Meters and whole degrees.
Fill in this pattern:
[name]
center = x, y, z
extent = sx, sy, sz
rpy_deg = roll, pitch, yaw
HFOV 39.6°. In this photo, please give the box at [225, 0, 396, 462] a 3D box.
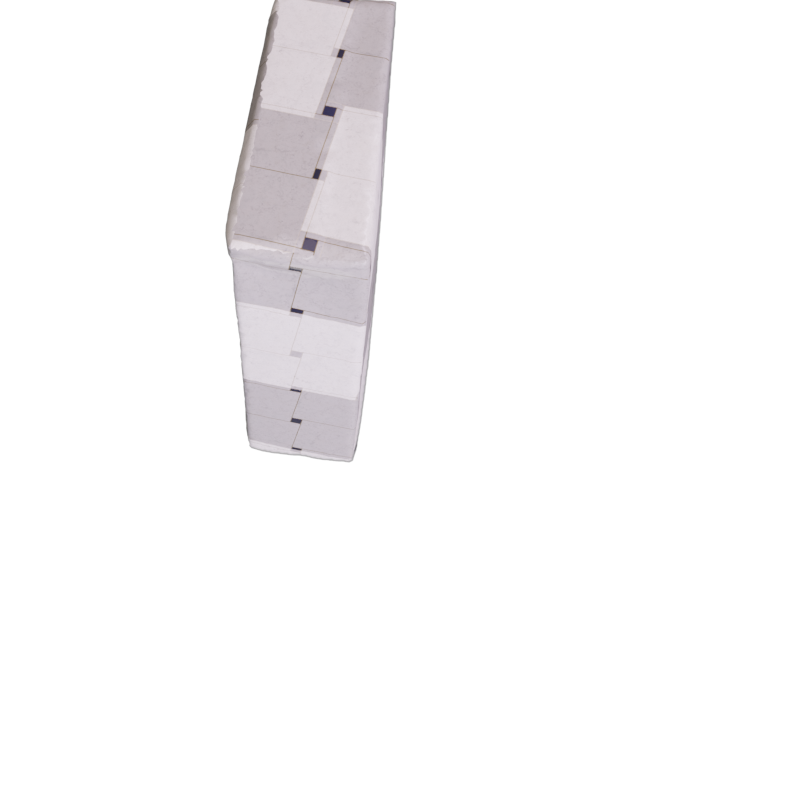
[box]
center = -0.047, -0.086, 0.606
extent = 0.072, 0.174, 0.201
rpy_deg = 5, -30, -1
